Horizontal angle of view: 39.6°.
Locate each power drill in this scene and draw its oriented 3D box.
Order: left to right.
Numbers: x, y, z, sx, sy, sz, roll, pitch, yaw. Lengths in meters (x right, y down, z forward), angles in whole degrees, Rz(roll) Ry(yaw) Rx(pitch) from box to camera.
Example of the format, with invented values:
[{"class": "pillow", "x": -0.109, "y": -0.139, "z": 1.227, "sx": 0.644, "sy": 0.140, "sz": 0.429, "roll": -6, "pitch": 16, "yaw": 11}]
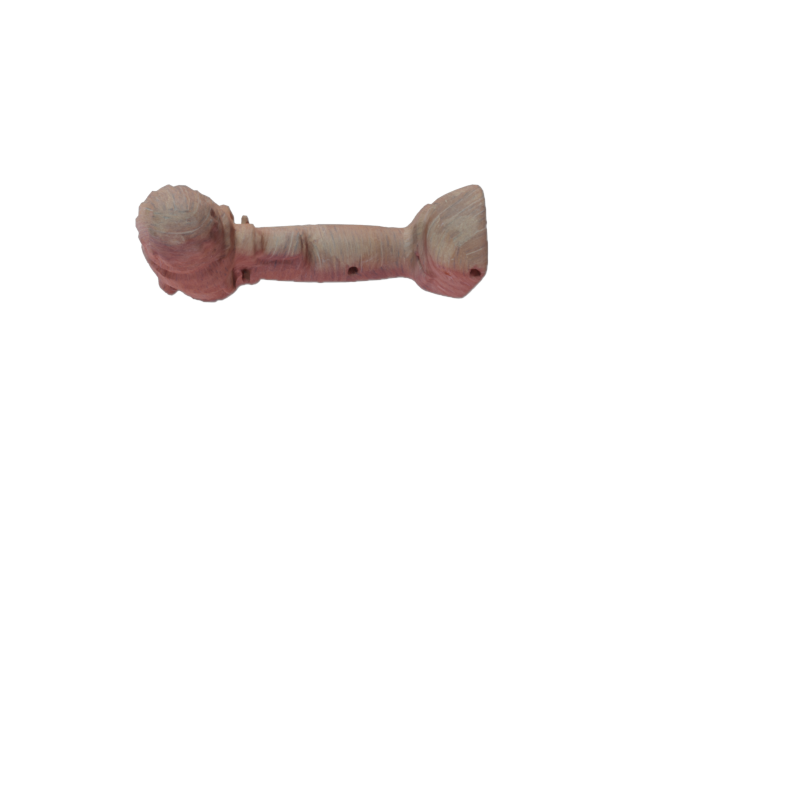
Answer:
[{"class": "power drill", "x": -0.049, "y": -0.089, "z": 0.624, "sx": 0.187, "sy": 0.058, "sz": 0.183, "roll": 0, "pitch": 0, "yaw": -1}]
